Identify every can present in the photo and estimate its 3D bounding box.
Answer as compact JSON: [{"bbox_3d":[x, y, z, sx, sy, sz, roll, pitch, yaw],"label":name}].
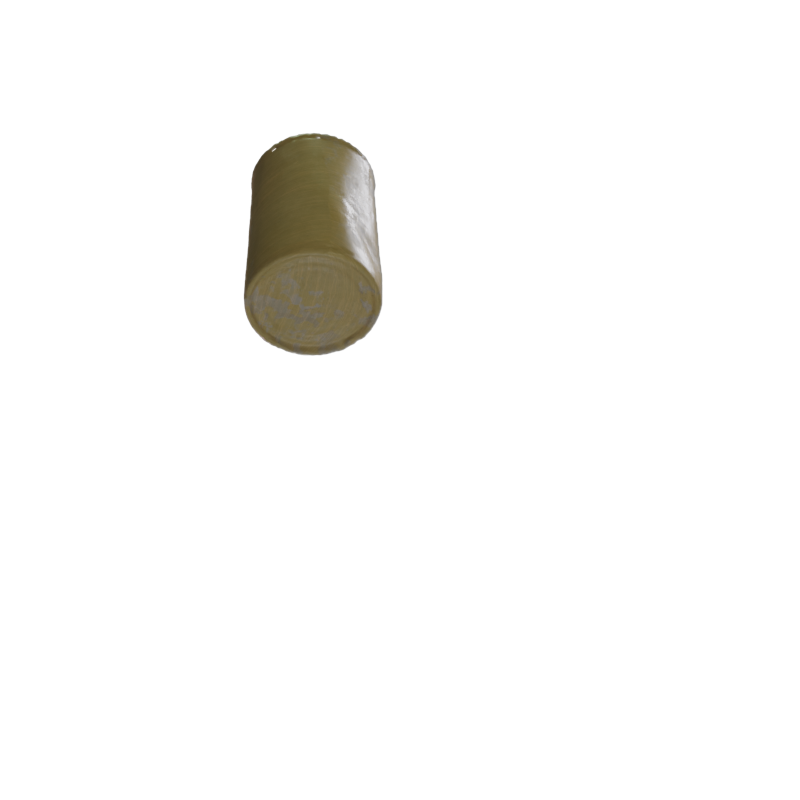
[{"bbox_3d":[-0.044,-0.081,0.566,0.068,0.064,0.110,-1,42,-3],"label":"can"}]
